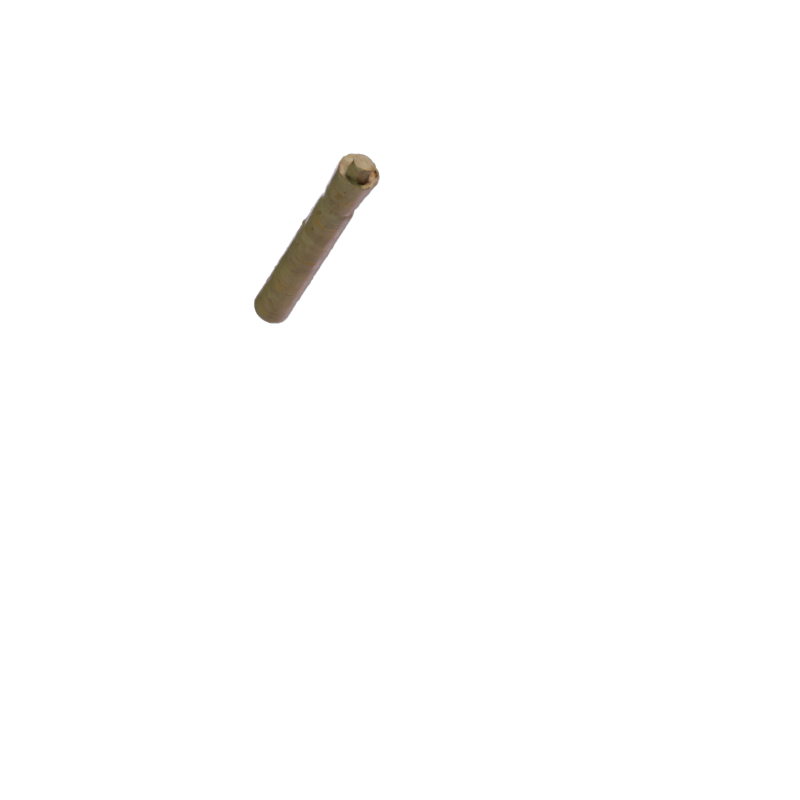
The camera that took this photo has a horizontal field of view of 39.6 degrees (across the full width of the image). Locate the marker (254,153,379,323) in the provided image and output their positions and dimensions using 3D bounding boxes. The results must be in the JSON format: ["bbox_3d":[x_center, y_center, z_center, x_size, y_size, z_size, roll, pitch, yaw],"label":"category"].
[{"bbox_3d":[-0.039,-0.072,0.504,0.019,0.021,0.117,-1,-26,-28],"label":"marker"}]
